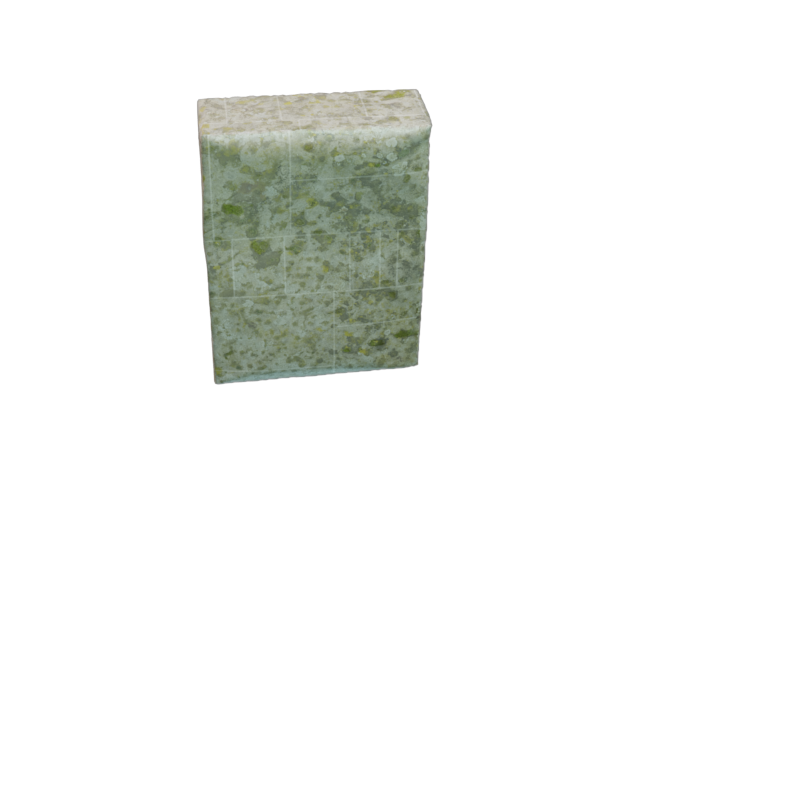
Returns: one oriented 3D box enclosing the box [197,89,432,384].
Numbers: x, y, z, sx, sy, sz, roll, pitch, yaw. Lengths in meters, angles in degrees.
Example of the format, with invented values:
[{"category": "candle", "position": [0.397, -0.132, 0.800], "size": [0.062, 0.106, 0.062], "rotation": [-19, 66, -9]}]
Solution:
[{"category": "box", "position": [-0.065, -0.118, 0.830], "size": [0.163, 0.200, 0.077], "rotation": [-3, 34, -7]}]
